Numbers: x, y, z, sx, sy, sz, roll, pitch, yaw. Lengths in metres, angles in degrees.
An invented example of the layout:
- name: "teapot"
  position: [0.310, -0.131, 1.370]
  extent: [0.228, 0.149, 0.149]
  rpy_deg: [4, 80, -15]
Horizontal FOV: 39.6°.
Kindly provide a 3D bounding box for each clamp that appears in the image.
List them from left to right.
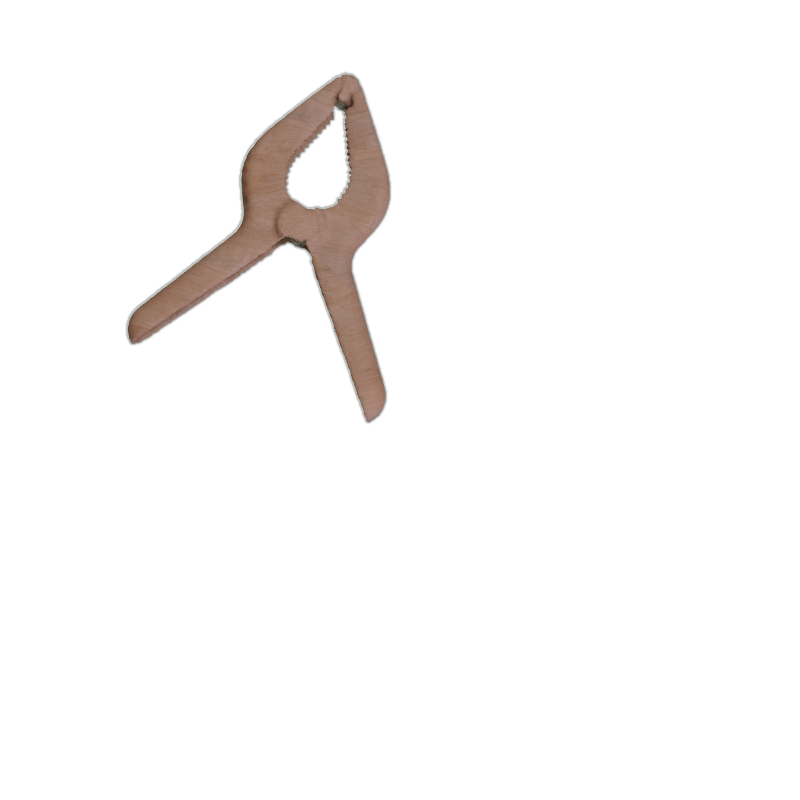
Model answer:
- name: "clamp"
  position: [-0.054, -0.099, 0.692]
  extent: [0.166, 0.213, 0.036]
  rpy_deg: [24, -8, 3]
